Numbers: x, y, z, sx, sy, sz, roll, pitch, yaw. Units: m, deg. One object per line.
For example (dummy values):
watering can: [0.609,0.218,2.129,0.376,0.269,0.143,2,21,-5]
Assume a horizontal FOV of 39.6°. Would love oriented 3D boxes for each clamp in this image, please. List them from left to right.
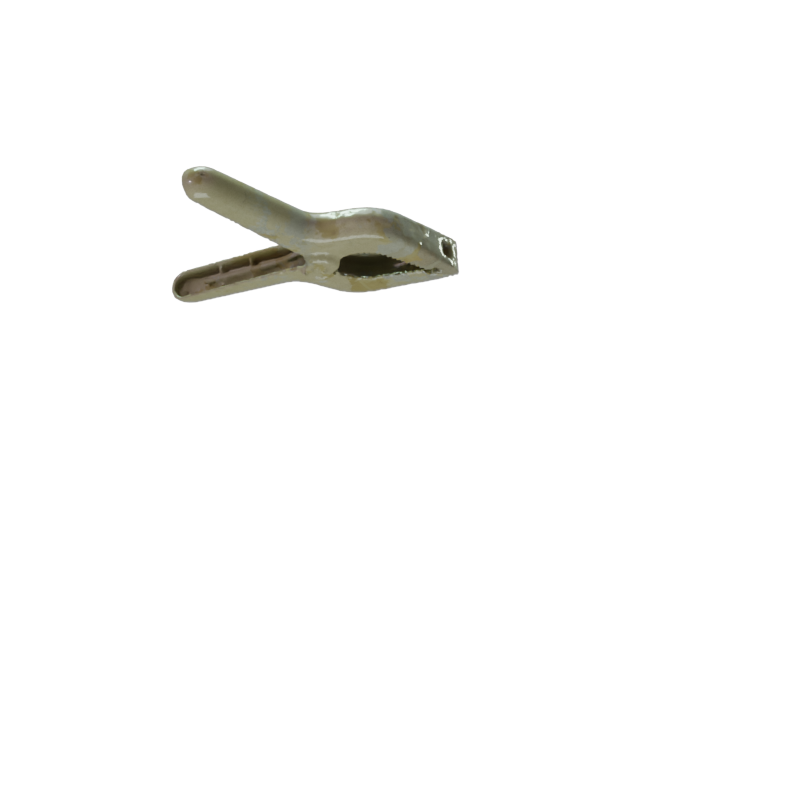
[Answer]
clamp: [-0.061,-0.111,0.781,0.209,0.038,0.156,1,-22,-3]
